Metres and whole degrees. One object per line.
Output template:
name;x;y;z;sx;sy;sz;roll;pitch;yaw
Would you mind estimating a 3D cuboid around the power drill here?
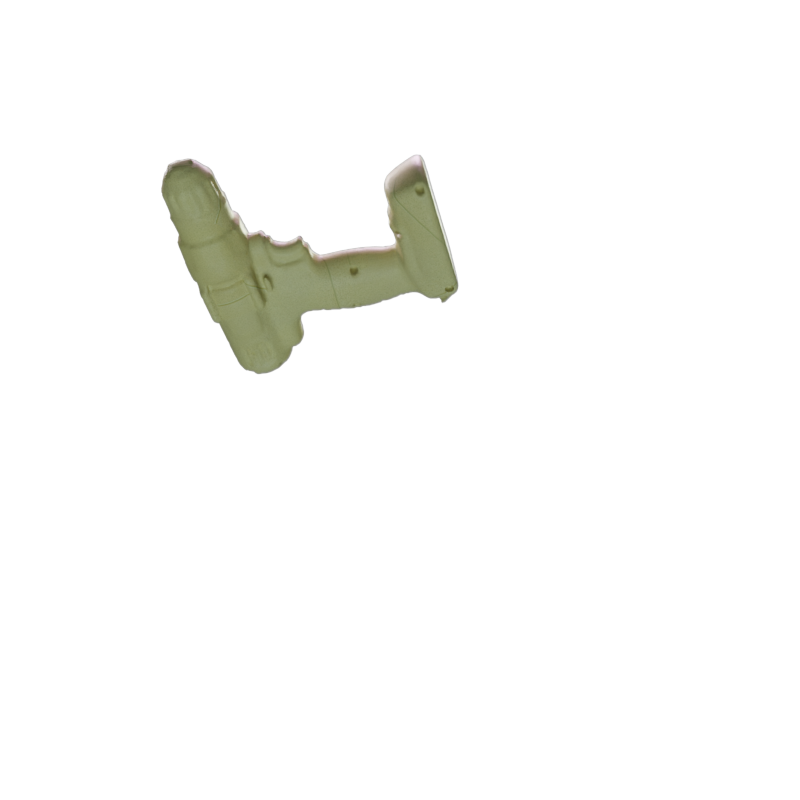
power drill;-0.063;-0.115;0.805;0.189;0.171;0.061;-14;35;10
